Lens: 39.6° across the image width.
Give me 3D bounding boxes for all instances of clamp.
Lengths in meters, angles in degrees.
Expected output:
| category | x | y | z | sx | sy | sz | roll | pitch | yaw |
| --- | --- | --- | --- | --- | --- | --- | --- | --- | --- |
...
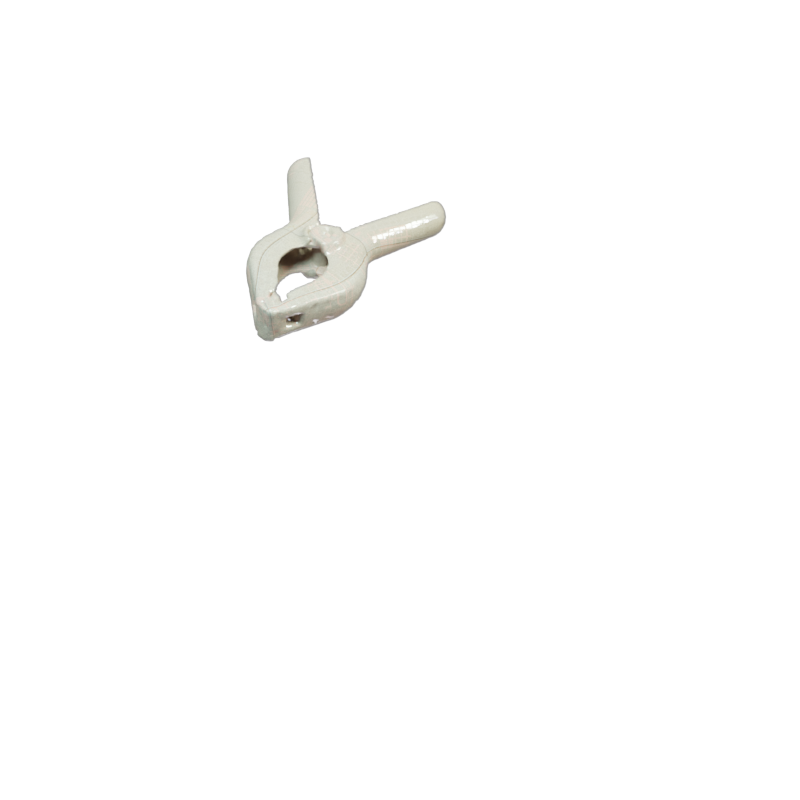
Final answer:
| category | x | y | z | sx | sy | sz | roll | pitch | yaw |
| --- | --- | --- | --- | --- | --- | --- | --- | --- | --- |
| clamp | -0.059 | -0.107 | 0.751 | 0.126 | 0.037 | 0.175 | 22 | 45 | 24 |
